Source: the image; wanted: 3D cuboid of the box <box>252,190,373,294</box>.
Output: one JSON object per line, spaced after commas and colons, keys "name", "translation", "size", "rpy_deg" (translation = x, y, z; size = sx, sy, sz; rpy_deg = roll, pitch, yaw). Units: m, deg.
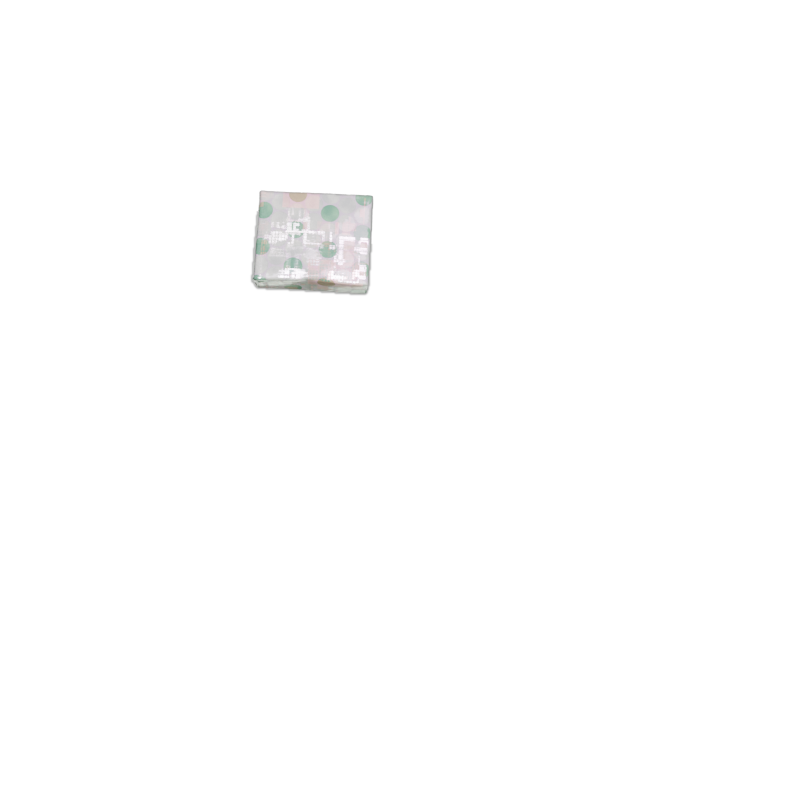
{"name": "box", "translation": [-0.067, -0.122, 0.853], "size": [0.089, 0.076, 0.029], "rpy_deg": [3, -17, 1]}
